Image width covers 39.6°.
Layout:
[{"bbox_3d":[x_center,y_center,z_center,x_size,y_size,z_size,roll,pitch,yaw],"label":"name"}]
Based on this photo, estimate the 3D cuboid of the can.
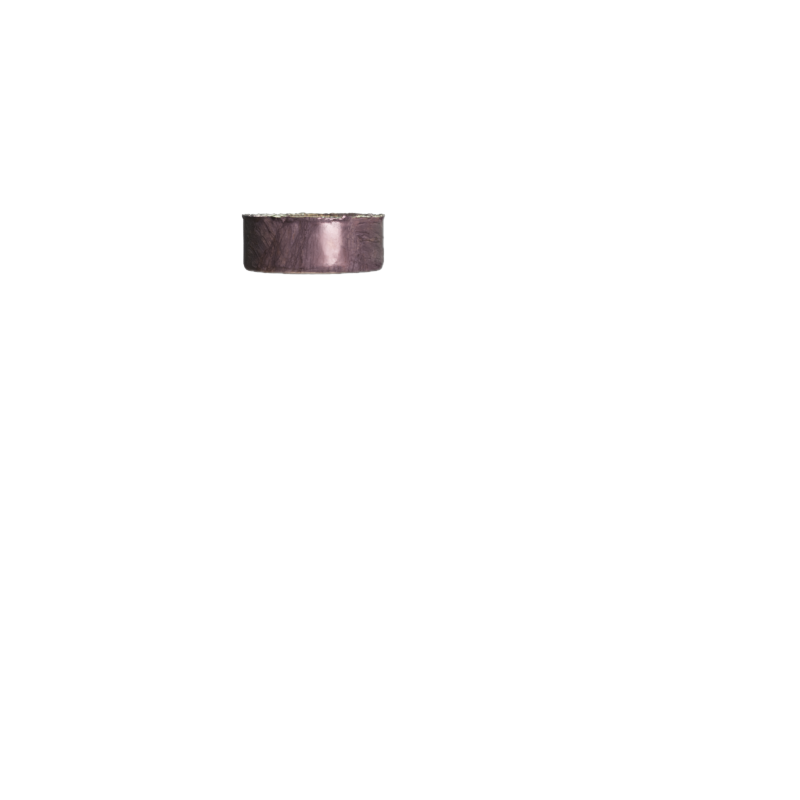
[{"bbox_3d":[-0.052,-0.095,0.664,0.086,0.033,0.087,0,10,-2],"label":"can"}]
